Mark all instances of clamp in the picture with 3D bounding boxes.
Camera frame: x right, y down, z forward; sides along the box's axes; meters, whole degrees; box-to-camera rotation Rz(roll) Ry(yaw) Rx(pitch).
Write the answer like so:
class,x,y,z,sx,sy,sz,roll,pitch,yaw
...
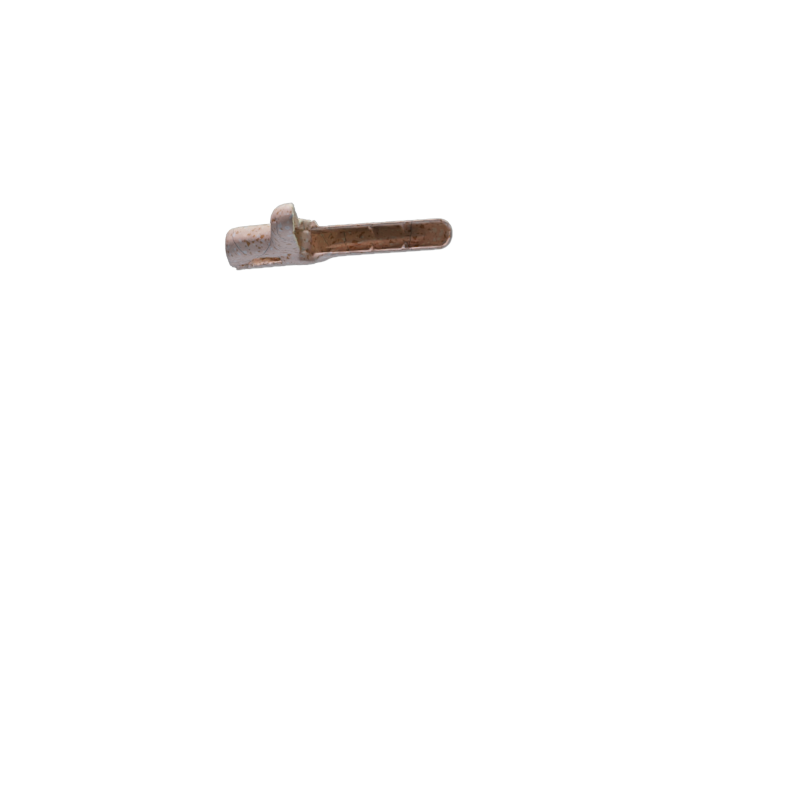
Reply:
class,x,y,z,sx,sy,sz,roll,pitch,yaw
clamp,-0.071,-0.130,0.912,0.159,0.037,0.215,0,0,-31
